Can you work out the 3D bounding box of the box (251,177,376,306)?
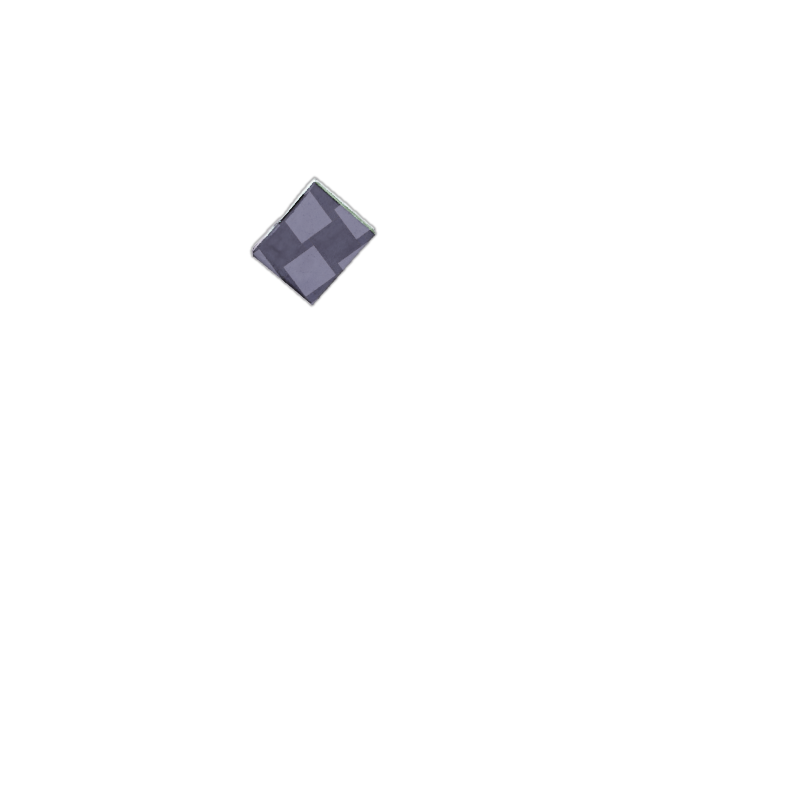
[{"bbox_3d":[-0.077,-0.141,0.985,0.072,0.088,0.031,41,9,-9],"label":"box"}]
